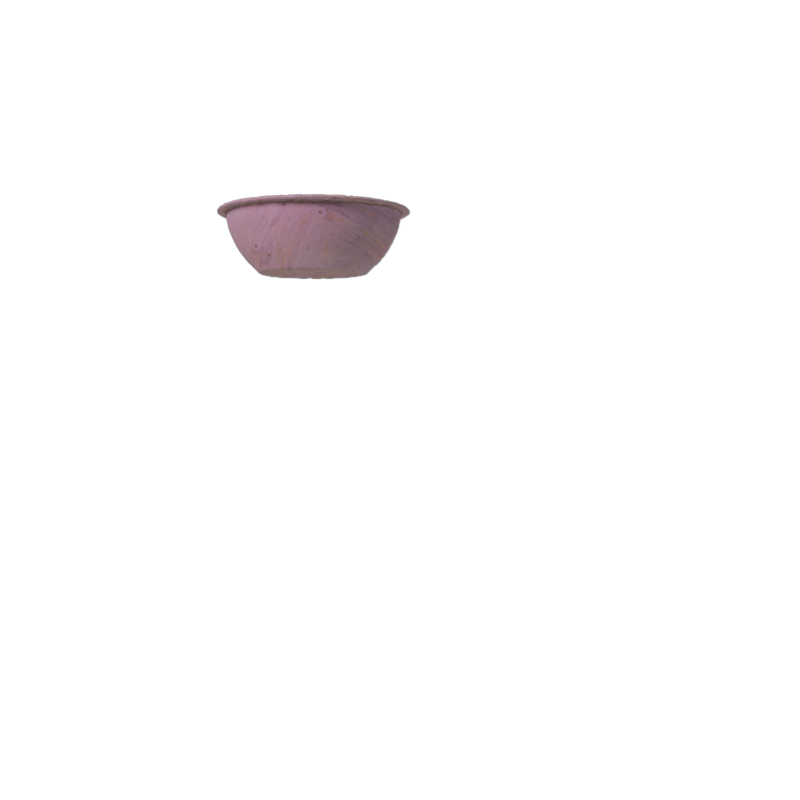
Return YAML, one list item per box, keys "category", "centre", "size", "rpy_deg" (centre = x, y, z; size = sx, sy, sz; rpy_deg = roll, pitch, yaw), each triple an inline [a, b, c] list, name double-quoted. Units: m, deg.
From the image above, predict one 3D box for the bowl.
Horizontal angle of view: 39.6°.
- category: "bowl"
  centre: [-0.073, -0.132, 0.927]
  size: [0.162, 0.056, 0.161]
  rpy_deg: [0, 0, -2]
